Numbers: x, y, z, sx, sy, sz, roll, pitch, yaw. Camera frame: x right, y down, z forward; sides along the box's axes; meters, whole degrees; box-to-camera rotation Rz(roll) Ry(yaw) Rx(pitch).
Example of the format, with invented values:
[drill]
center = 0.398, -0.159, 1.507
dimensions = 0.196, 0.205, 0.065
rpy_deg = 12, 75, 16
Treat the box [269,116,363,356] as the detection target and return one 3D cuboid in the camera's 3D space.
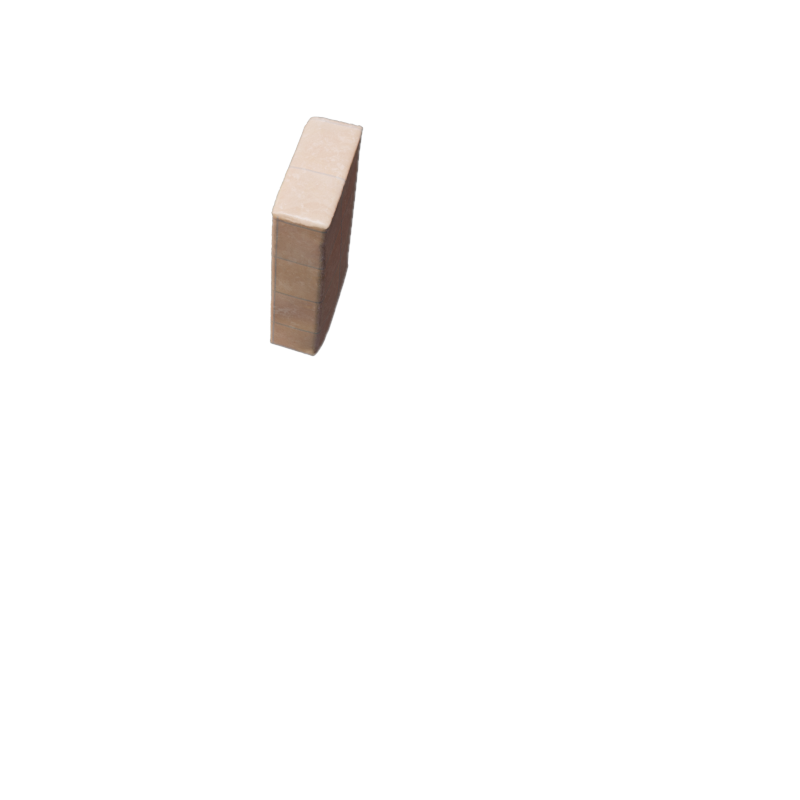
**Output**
[box]
center = -0.064, -0.116, 0.810
dimensions = 0.049, 0.098, 0.165
rpy_deg = 14, -30, 4
